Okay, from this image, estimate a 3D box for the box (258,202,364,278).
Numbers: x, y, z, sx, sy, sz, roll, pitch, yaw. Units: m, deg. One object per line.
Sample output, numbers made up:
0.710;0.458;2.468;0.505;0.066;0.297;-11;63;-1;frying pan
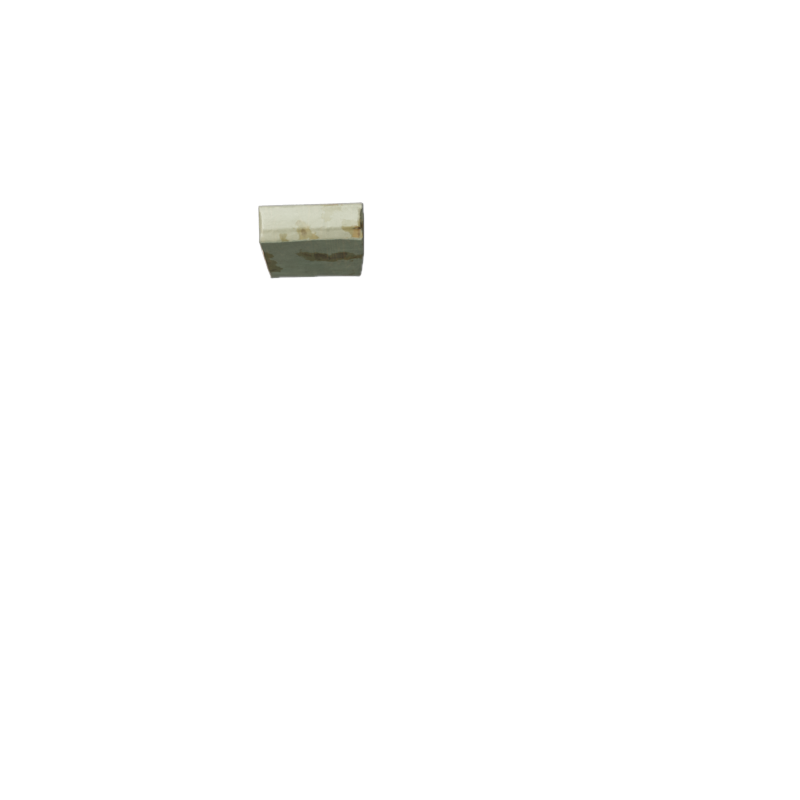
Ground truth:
-0.077;-0.140;0.983;0.090;0.040;0.109;0;-13;0;box
